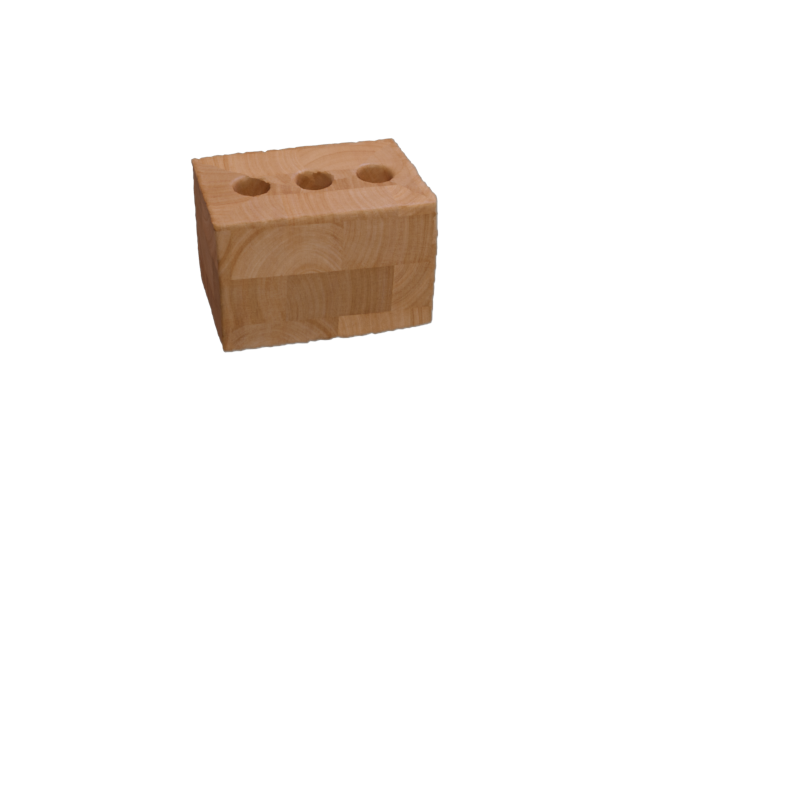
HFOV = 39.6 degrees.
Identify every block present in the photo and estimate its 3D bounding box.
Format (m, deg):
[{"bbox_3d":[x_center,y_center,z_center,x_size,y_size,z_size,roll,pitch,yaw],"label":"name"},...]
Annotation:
[{"bbox_3d":[-0.031,-0.056,0.393,0.077,0.048,0.057,-8,35,-13],"label":"block"}]
